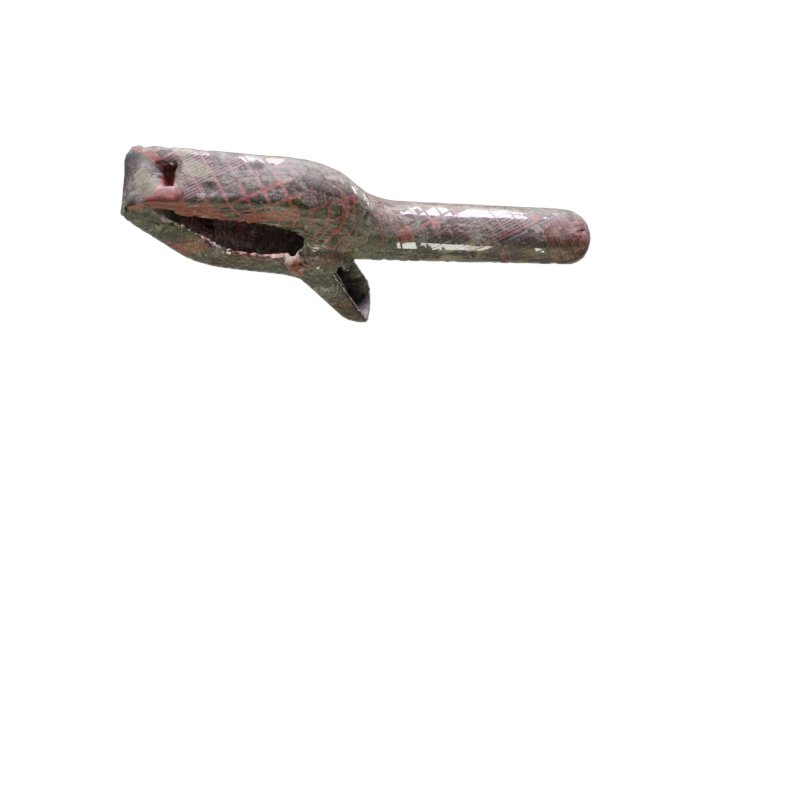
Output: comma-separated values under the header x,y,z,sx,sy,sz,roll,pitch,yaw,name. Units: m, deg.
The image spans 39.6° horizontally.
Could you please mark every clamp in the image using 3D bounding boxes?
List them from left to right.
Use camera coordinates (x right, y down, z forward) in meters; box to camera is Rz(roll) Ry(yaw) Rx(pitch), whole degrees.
x,y,z,sx,sy,sz,roll,pitch,yaw,name
-0.041,-0.075,0.523,0.200,0.038,0.166,8,-15,-33,clamp
